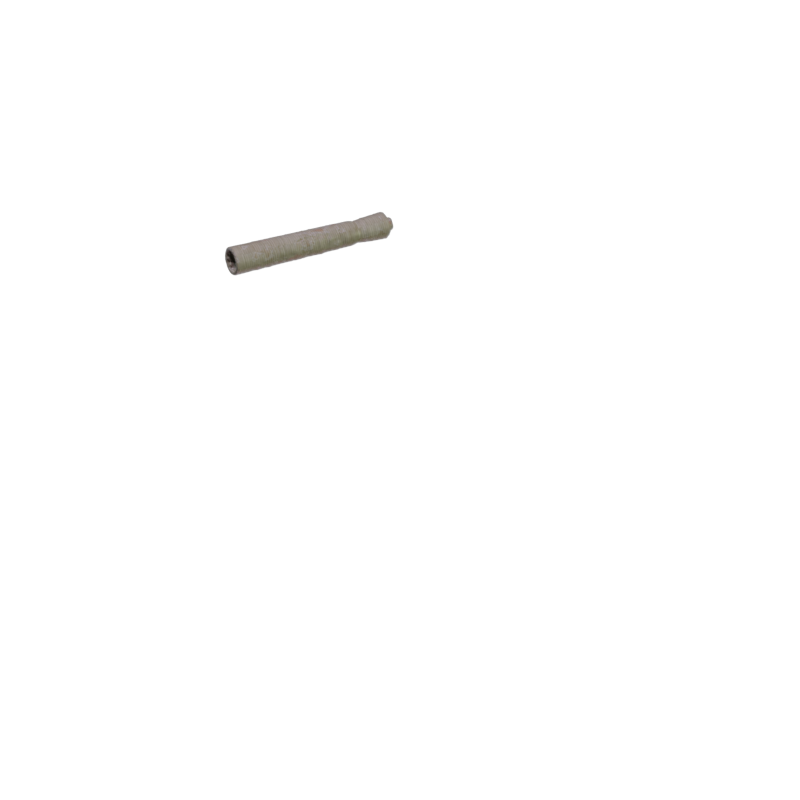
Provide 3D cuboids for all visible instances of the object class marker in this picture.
[{"bbox_3d":[-0.057,-0.105,0.732,0.119,0.019,0.020,-18,12,-27],"label":"marker"}]
